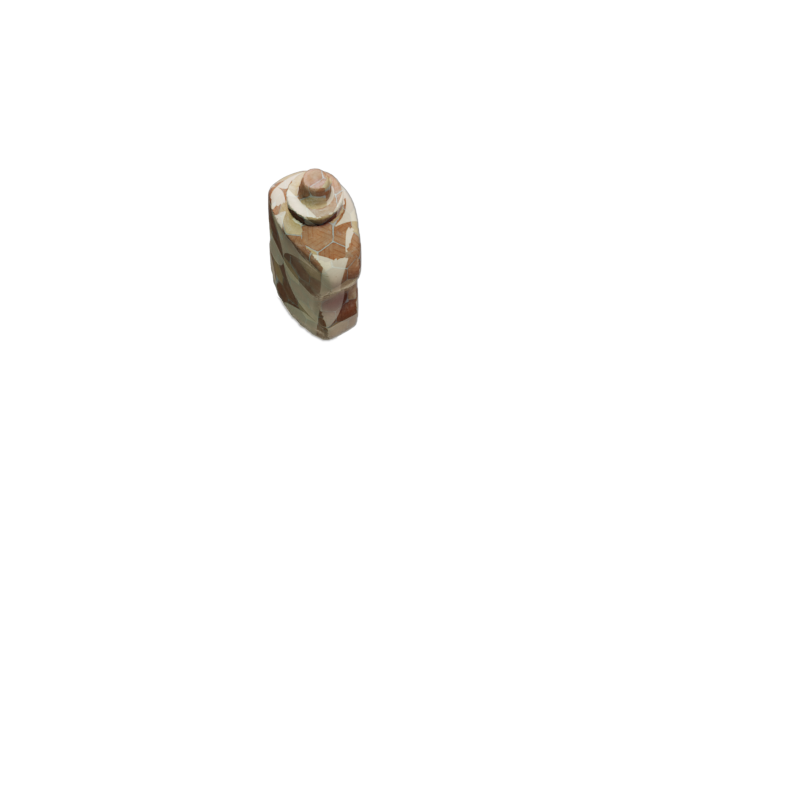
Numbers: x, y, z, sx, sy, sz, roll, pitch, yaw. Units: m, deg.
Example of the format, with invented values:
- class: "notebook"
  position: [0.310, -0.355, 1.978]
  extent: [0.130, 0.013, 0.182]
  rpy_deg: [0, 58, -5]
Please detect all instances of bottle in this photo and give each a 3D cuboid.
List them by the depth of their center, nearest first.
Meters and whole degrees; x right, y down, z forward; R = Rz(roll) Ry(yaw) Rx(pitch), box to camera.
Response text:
- class: "bottle"
  position: [-0.067, -0.122, 0.855]
  extent: [0.058, 0.101, 0.182]
  rpy_deg: [-26, -17, -13]
